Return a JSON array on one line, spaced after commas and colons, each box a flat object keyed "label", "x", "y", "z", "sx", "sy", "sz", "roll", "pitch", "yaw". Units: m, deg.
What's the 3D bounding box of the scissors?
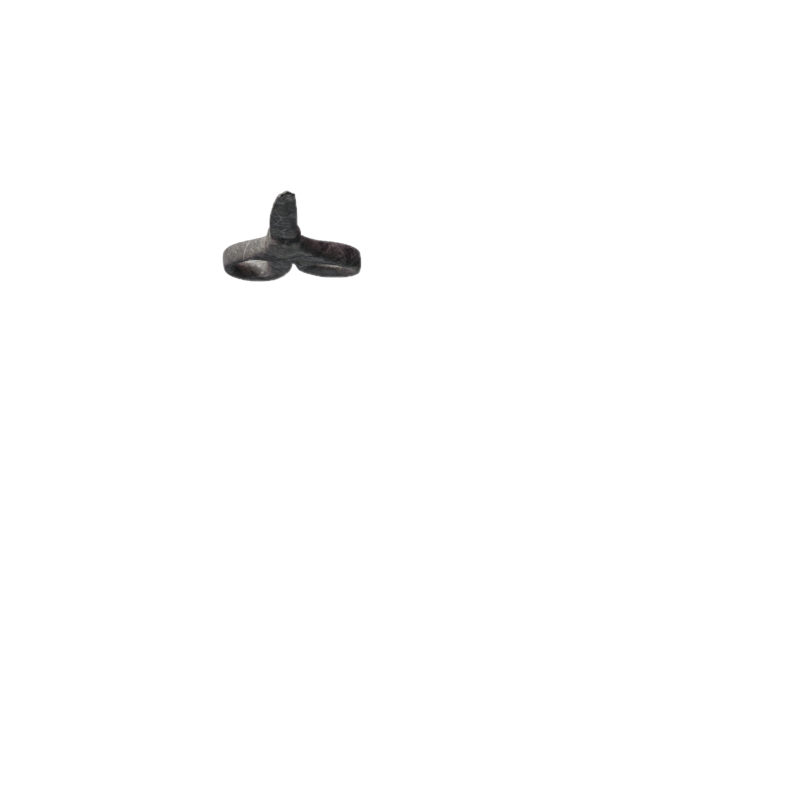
[{"label": "scissors", "x": -0.050, "y": -0.092, "z": 0.642, "sx": 0.094, "sy": 0.016, "sz": 0.203, "roll": 2, "pitch": -4, "yaw": -21}]
